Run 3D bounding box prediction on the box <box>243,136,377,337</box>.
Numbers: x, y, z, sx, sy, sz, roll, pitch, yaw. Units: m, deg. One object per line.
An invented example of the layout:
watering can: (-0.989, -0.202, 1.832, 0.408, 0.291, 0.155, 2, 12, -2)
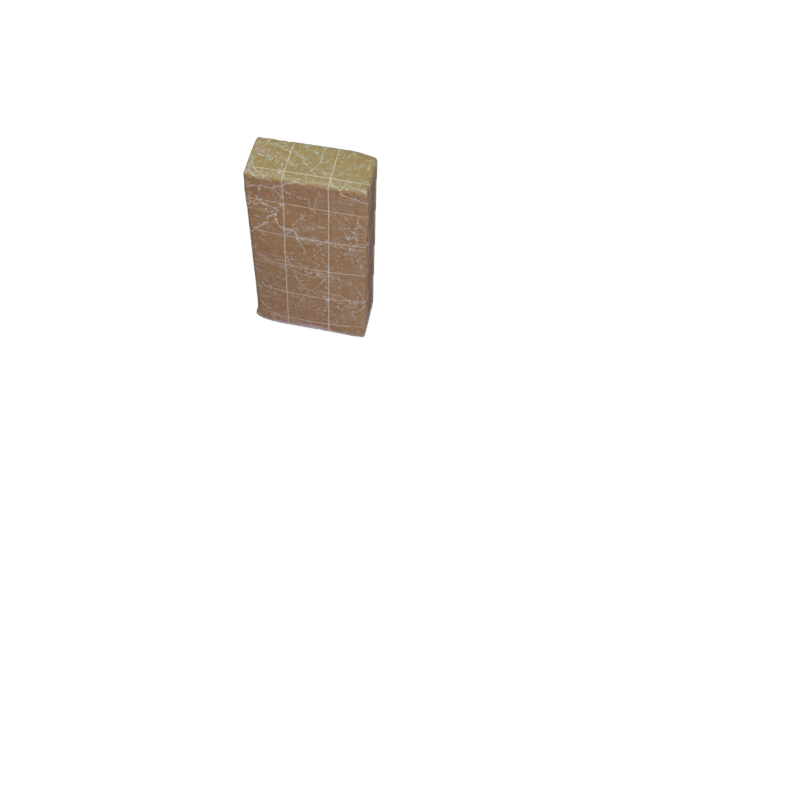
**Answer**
box: (-0.066, -0.122, 0.851, 0.095, 0.051, 0.164, 12, -37, 6)
